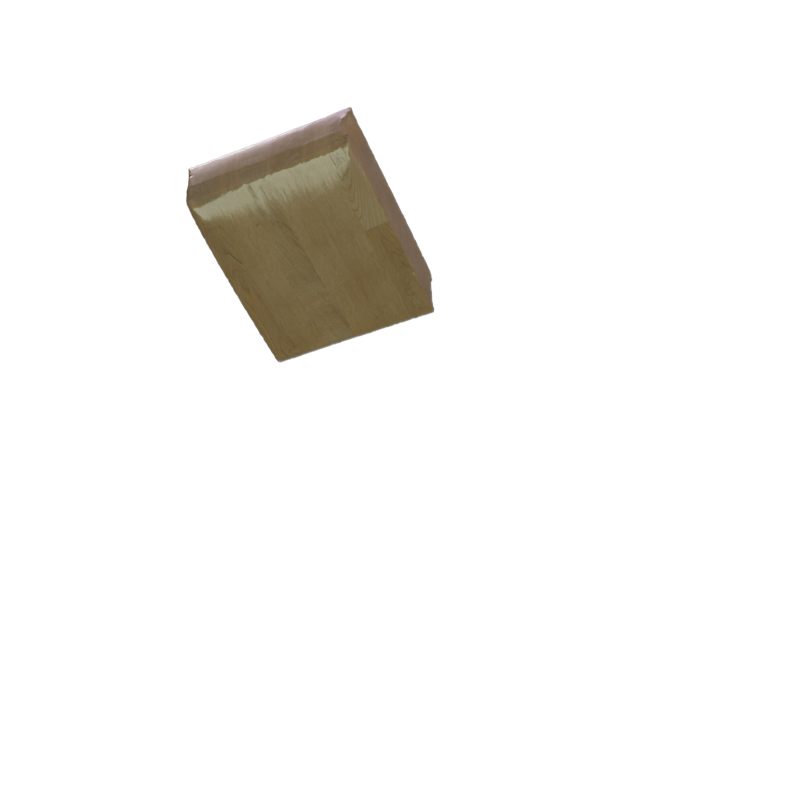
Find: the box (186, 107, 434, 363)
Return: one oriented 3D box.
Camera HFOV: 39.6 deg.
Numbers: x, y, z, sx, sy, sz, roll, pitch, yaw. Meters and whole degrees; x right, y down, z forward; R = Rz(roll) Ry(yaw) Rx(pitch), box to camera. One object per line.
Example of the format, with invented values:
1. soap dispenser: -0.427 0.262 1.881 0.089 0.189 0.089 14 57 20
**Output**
1. box: -0.044 -0.079 0.557 0.090 0.105 0.042 -18 37 14
